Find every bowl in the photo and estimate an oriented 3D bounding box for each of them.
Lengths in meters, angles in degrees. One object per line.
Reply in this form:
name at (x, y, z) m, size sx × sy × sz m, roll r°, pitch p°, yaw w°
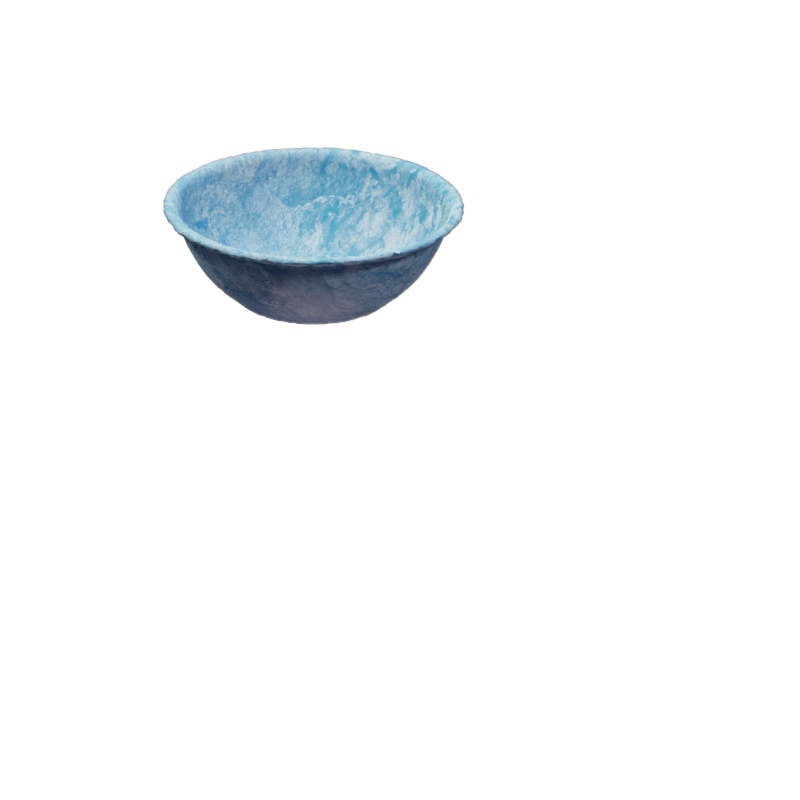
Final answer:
bowl at (-0.047, -0.087, 0.607) m, size 0.162 × 0.052 × 0.172 m, roll -1°, pitch 30°, yaw -2°
